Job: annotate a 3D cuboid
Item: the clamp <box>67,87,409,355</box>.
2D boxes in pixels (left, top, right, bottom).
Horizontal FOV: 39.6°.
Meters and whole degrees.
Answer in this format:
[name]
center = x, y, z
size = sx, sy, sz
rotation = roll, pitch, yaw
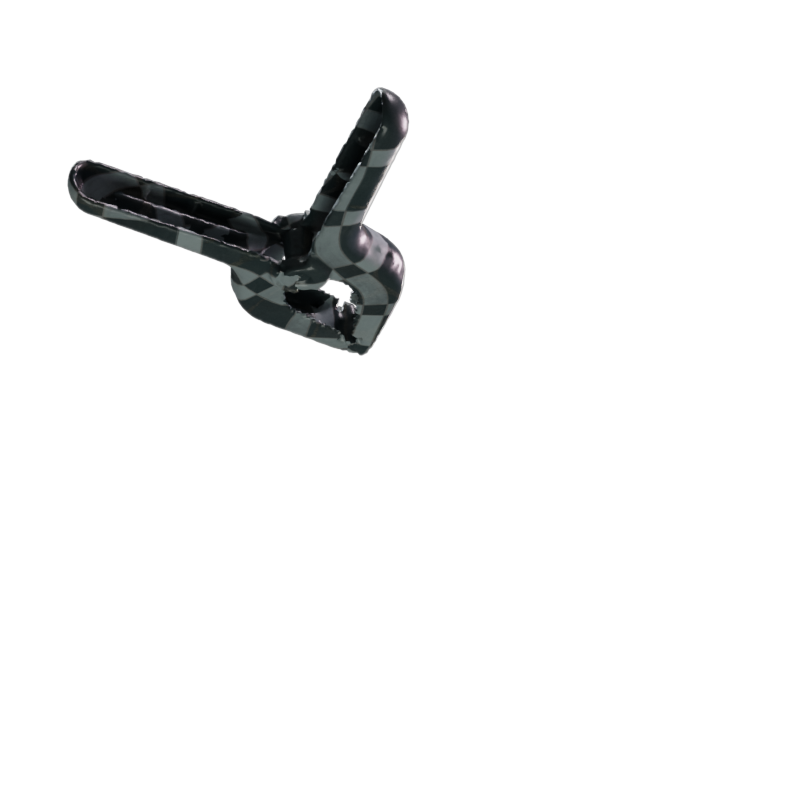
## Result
[clamp]
center = -0.045, -0.081, 0.569
size = 0.167, 0.039, 0.194
rotation = -12, -29, 22
